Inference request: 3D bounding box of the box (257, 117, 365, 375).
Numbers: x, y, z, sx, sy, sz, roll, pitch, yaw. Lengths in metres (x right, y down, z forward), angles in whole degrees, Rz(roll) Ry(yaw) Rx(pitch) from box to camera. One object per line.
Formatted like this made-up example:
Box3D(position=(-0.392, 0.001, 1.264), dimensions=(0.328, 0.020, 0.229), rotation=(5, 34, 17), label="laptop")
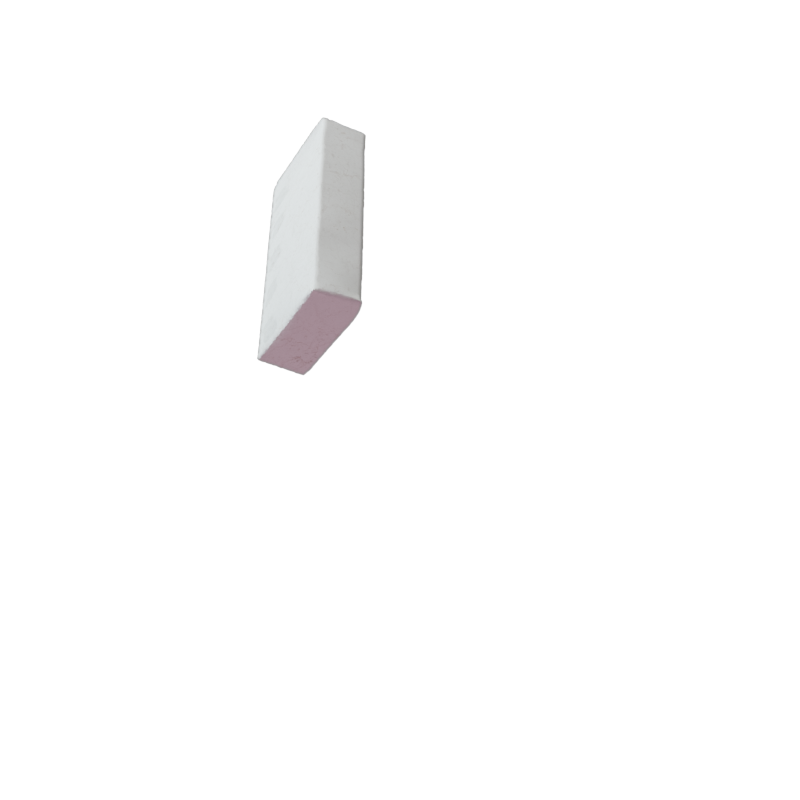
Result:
Box3D(position=(-0.065, -0.118, 0.828), dimensions=(0.046, 0.189, 0.091), rotation=(18, -43, -25), label="box")
